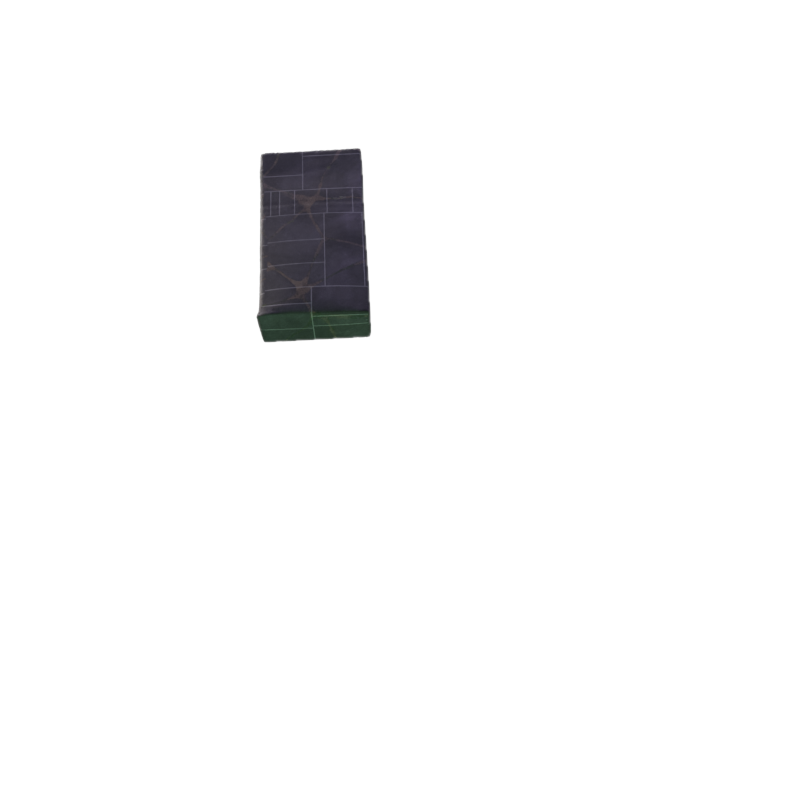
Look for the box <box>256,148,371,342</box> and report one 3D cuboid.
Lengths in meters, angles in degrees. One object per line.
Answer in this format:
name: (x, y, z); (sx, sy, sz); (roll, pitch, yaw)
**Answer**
box: (-0.075, -0.137, 0.958); (0.093, 0.189, 0.045); (-3, -35, 1)
